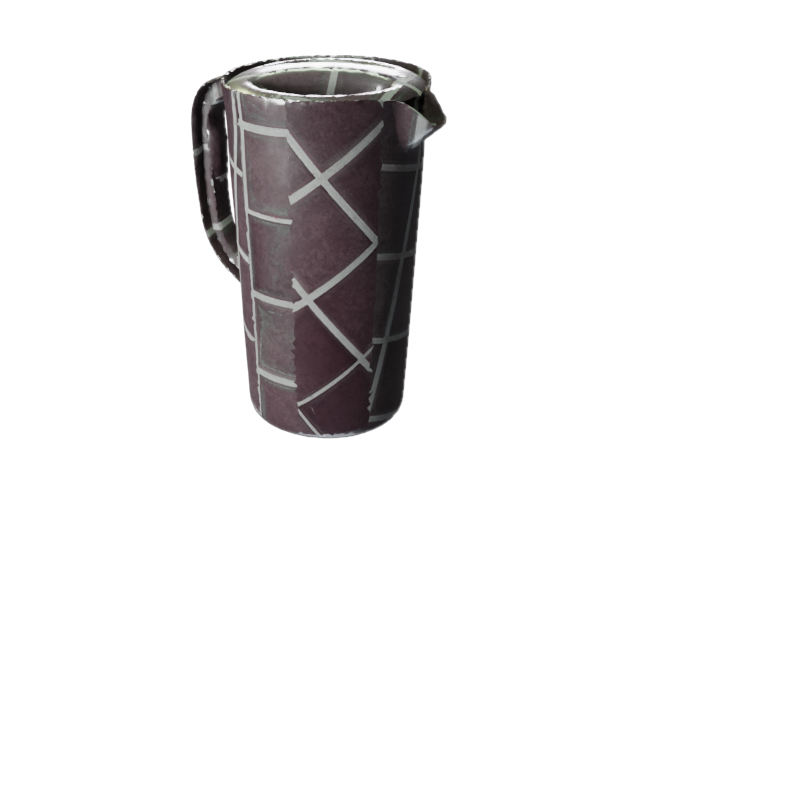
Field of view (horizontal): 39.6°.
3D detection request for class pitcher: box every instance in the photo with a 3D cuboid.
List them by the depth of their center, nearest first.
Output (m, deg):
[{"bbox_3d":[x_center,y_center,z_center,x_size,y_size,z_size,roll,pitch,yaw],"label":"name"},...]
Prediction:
[{"bbox_3d":[-0.058,-0.106,0.744,0.143,0.231,0.159,-5,25,-14],"label":"pitcher"}]
